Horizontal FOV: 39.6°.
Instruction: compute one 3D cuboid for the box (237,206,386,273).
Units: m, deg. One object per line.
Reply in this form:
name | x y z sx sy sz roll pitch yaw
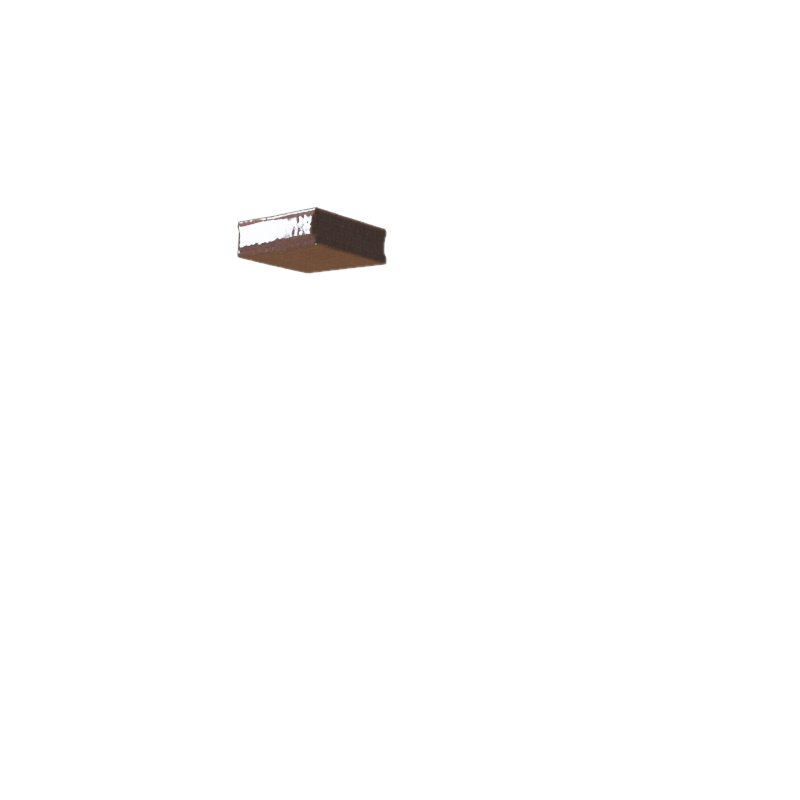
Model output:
box | -0.063 -0.116 0.810 0.075 0.031 0.085 -4 -6 36
